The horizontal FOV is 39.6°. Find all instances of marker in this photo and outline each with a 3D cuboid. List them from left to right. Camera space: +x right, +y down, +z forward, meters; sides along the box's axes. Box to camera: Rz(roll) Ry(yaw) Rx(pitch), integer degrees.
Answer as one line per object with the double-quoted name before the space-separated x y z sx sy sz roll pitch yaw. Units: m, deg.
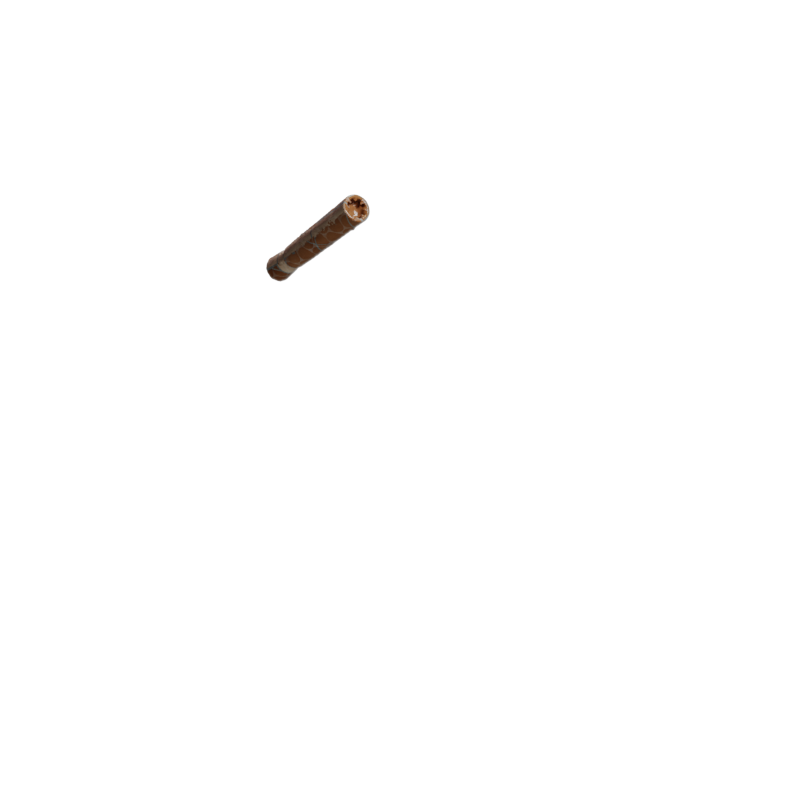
"marker" -0.058 -0.105 0.738 0.019 0.020 0.120 -2 -13 -32
